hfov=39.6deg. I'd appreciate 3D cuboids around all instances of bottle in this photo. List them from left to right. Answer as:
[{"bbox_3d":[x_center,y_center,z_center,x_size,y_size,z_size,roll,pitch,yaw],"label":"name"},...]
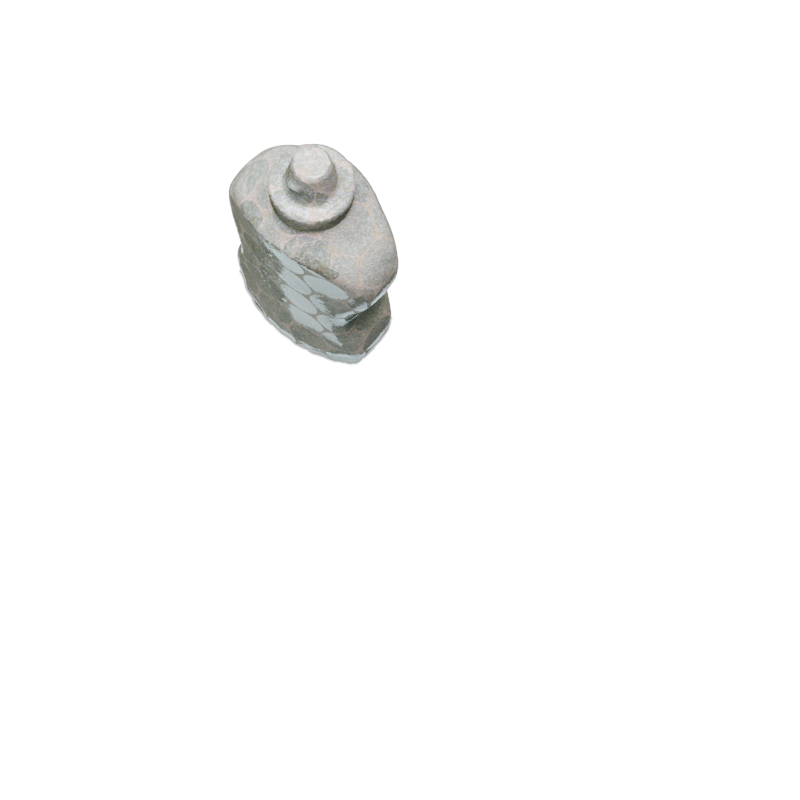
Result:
[{"bbox_3d":[-0.046,-0.083,0.580,0.099,0.059,0.184,42,-14,9],"label":"bottle"}]
